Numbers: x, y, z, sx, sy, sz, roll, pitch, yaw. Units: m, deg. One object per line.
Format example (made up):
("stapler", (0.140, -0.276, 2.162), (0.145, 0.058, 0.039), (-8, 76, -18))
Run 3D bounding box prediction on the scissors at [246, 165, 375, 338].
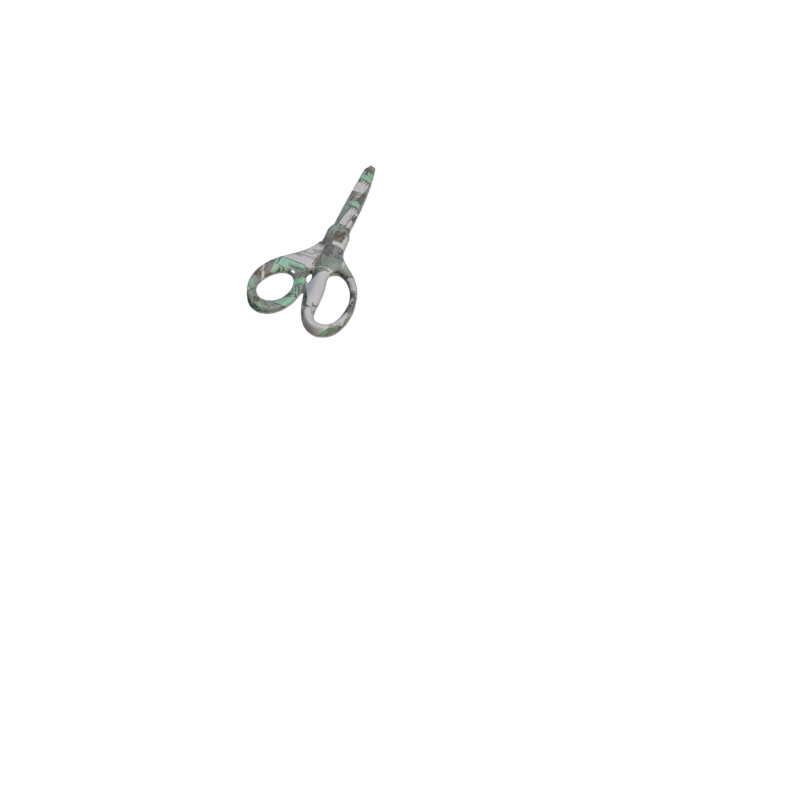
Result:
("scissors", (-0.072, -0.131, 0.914), (0.096, 0.216, 0.015), (1, -43, 1))
